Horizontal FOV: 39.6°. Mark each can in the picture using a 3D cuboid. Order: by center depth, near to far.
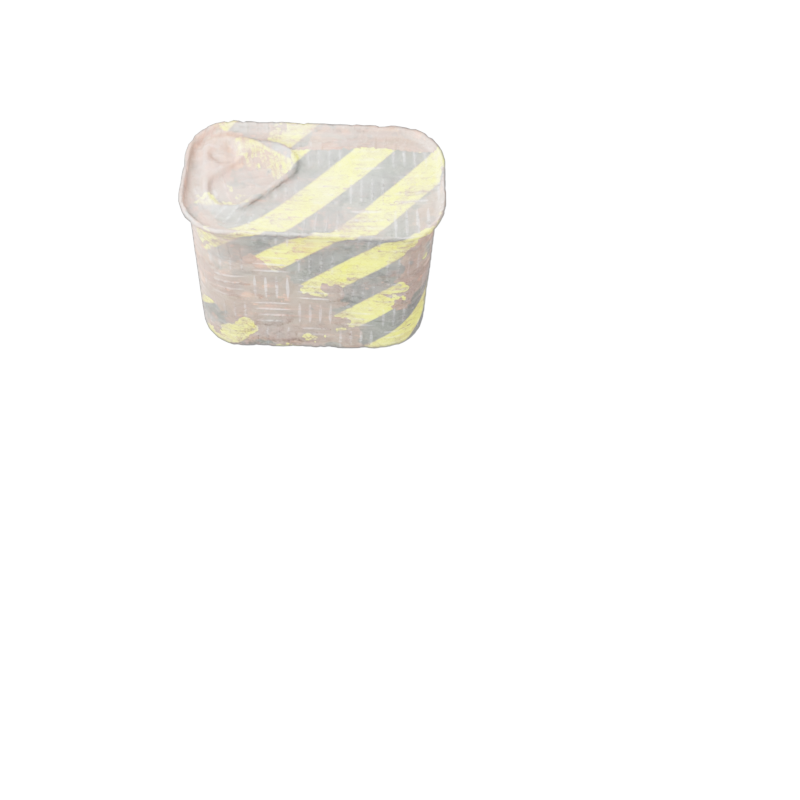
[{"bbox_3d":[-0.036,-0.065,0.458,0.102,0.061,0.078,2,-33,0],"label":"can"}]
